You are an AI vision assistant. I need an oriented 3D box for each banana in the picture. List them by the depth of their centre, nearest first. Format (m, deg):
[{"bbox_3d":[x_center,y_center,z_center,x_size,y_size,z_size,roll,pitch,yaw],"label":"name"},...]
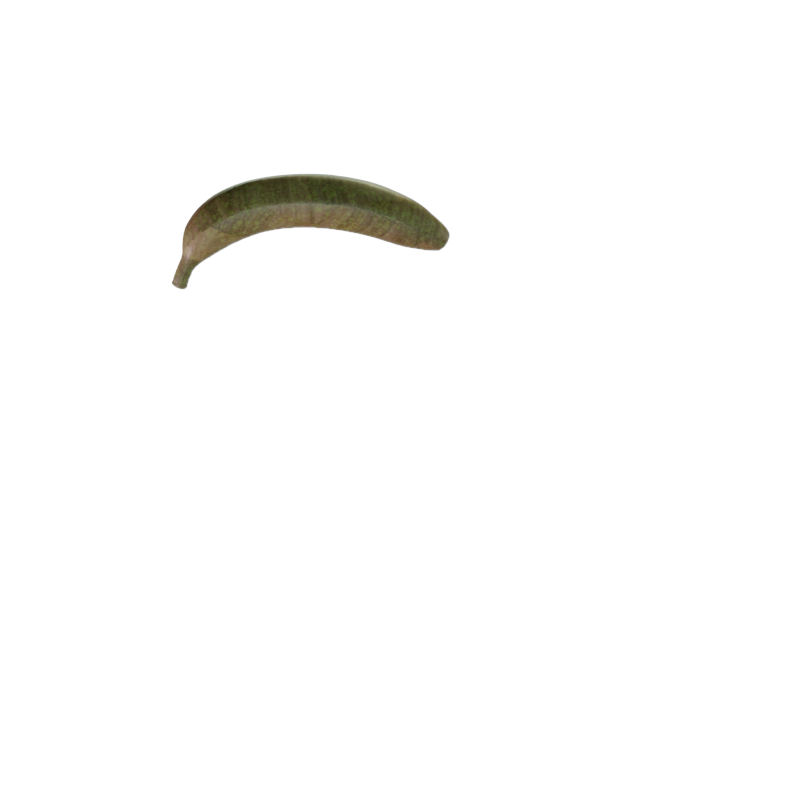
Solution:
[{"bbox_3d":[-0.067,-0.126,0.772,0.198,0.065,0.039,-7,32,4],"label":"banana"}]
